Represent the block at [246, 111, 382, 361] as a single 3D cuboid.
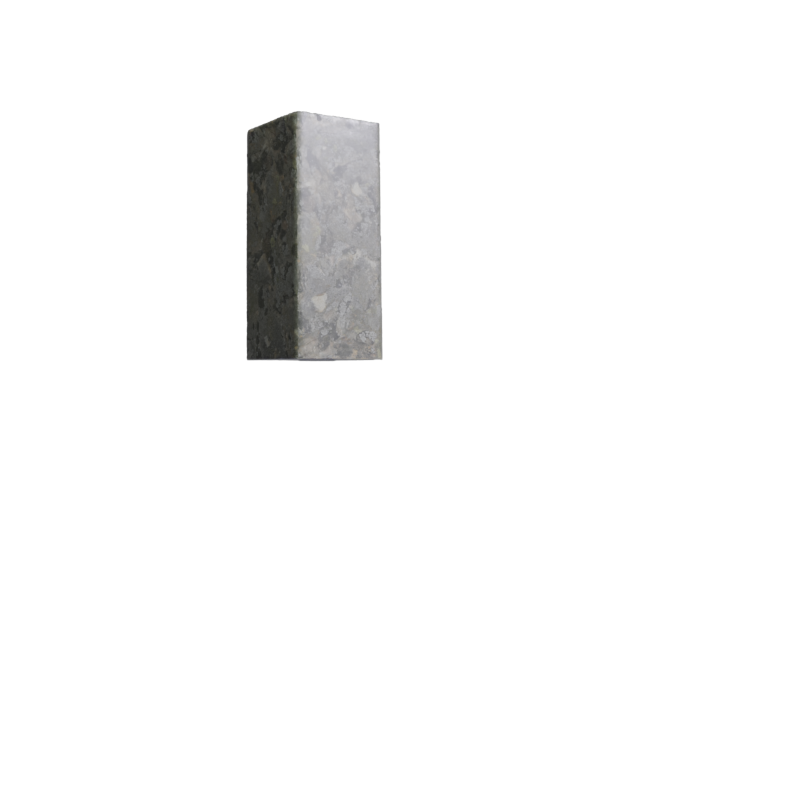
[{"bbox_3d":[-0.077,-0.139,0.970,0.087,0.210,0.093,4,-7,-34],"label":"block"}]
